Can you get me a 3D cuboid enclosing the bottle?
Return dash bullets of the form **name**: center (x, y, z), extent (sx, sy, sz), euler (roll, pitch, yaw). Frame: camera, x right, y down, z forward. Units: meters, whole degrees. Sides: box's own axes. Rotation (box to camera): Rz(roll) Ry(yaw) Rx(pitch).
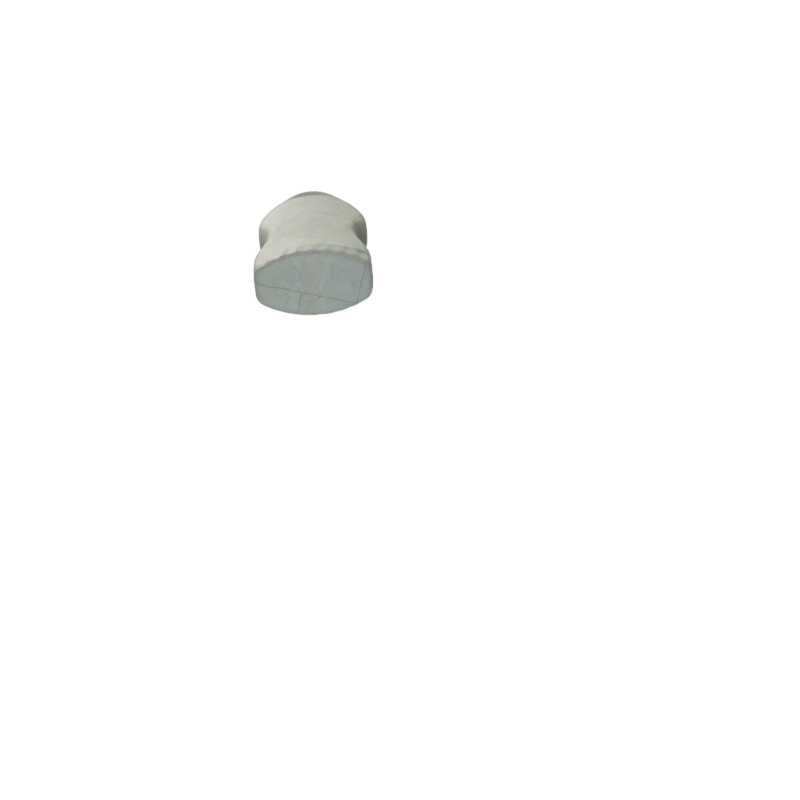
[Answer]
- **bottle**: center (-0.076, -0.139, 0.970), extent (0.096, 0.055, 0.202), euler (-6, 28, -1)
